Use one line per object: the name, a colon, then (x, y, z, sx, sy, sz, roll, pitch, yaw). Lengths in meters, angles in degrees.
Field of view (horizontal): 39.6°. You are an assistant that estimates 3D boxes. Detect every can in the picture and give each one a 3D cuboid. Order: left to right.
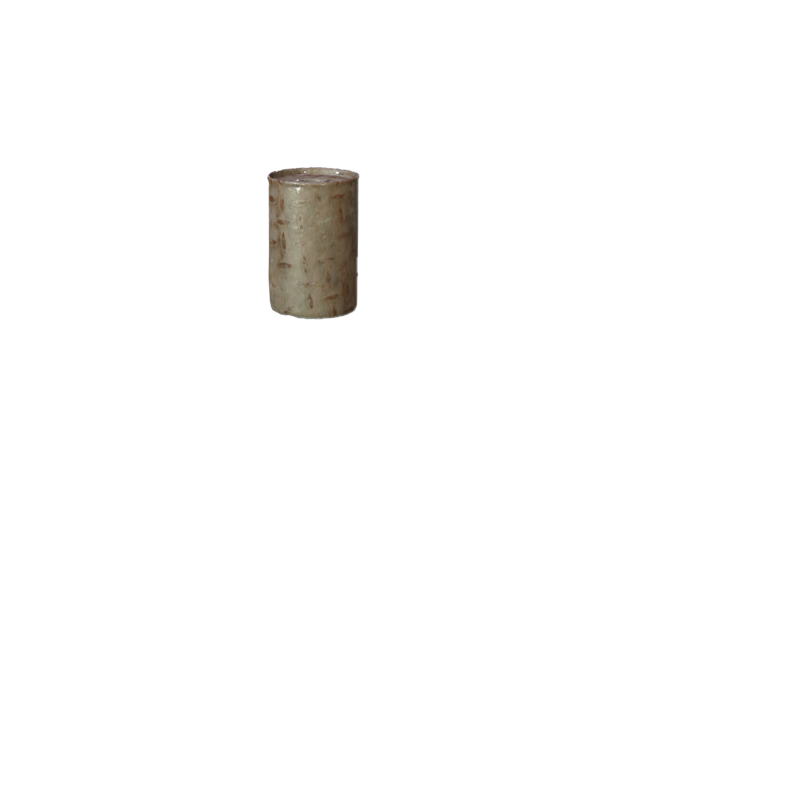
can: (-0.065, -0.118, 0.827, 0.068, 0.099, 0.071, 0, 15, -2)
